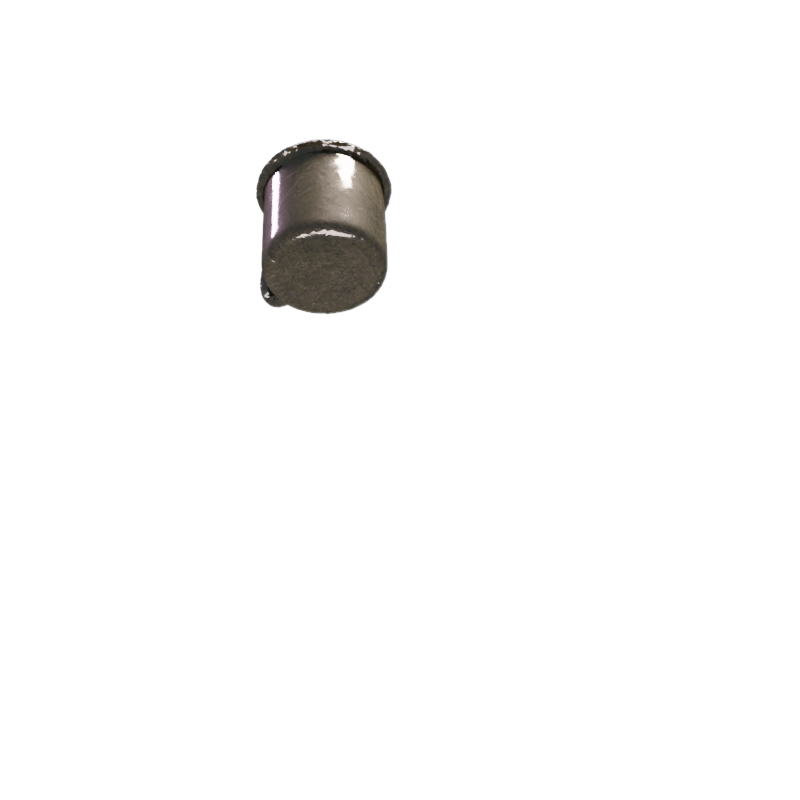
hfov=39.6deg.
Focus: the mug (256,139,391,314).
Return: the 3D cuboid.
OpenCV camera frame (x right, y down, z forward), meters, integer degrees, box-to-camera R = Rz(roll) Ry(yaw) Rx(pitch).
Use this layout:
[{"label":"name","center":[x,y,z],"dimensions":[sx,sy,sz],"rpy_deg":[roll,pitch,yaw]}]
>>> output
[{"label":"mug","center":[-0.058,-0.106,0.742],"dimensions":[0.088,0.087,0.115],"rpy_deg":[29,-50,-29]}]
